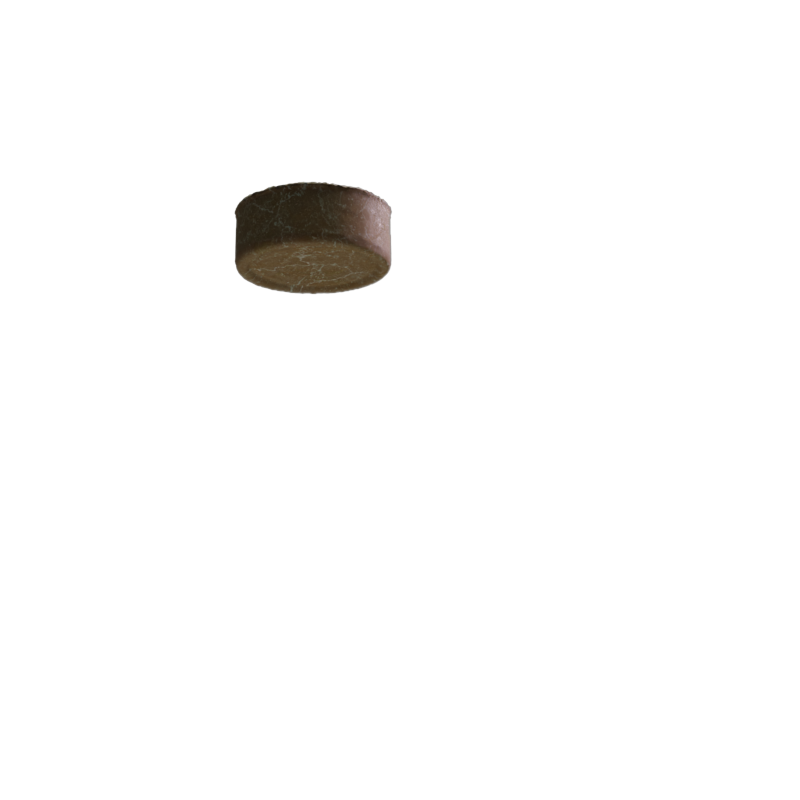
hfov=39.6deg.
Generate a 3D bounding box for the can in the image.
[{"bbox_3d":[-0.047,-0.086,0.601,0.086,0.035,0.083,0,-15,-2],"label":"can"}]
